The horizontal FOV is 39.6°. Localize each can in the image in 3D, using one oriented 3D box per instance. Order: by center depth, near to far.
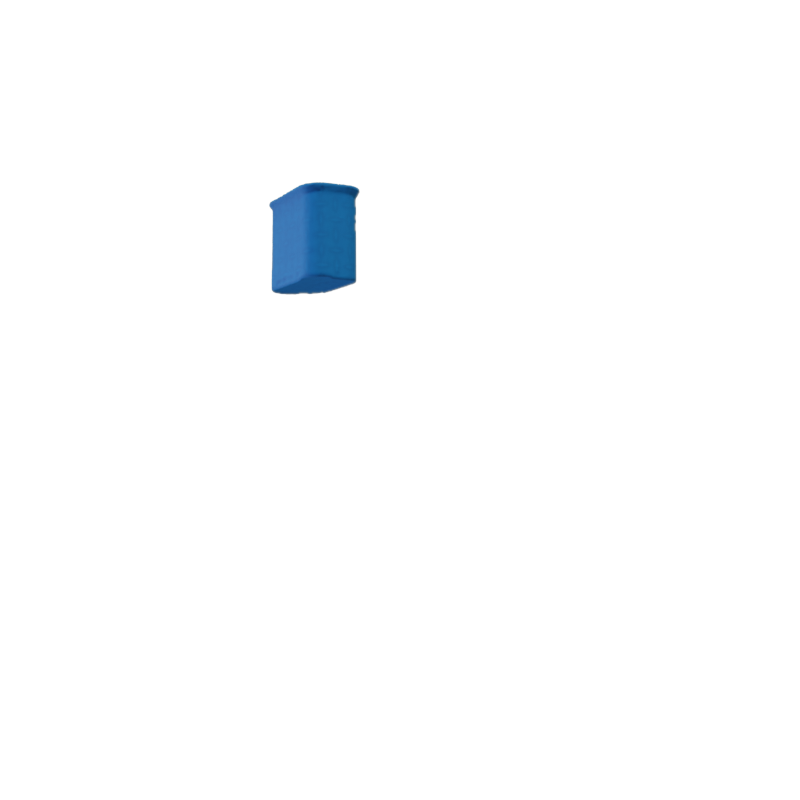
[{"bbox_3d":[-0.078,-0.142,0.998,0.055,0.086,0.103,4,-8,-28],"label":"can"}]
